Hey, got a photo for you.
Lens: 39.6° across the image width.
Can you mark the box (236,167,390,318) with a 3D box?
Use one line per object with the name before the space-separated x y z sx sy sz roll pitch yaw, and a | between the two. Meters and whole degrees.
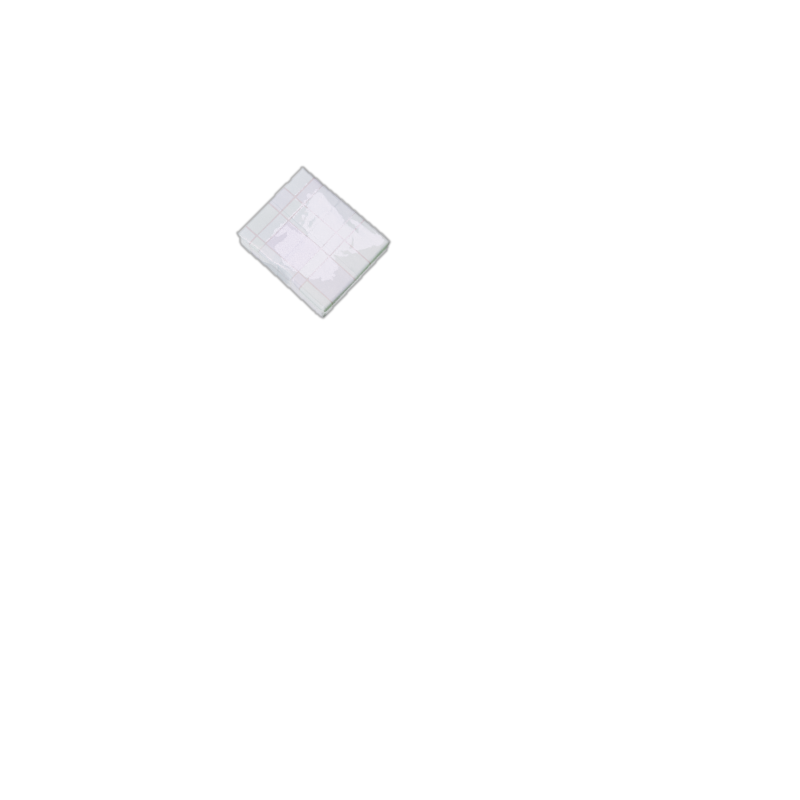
box | -0.065 -0.118 0.825 0.092 0.074 0.029 42 -11 10
